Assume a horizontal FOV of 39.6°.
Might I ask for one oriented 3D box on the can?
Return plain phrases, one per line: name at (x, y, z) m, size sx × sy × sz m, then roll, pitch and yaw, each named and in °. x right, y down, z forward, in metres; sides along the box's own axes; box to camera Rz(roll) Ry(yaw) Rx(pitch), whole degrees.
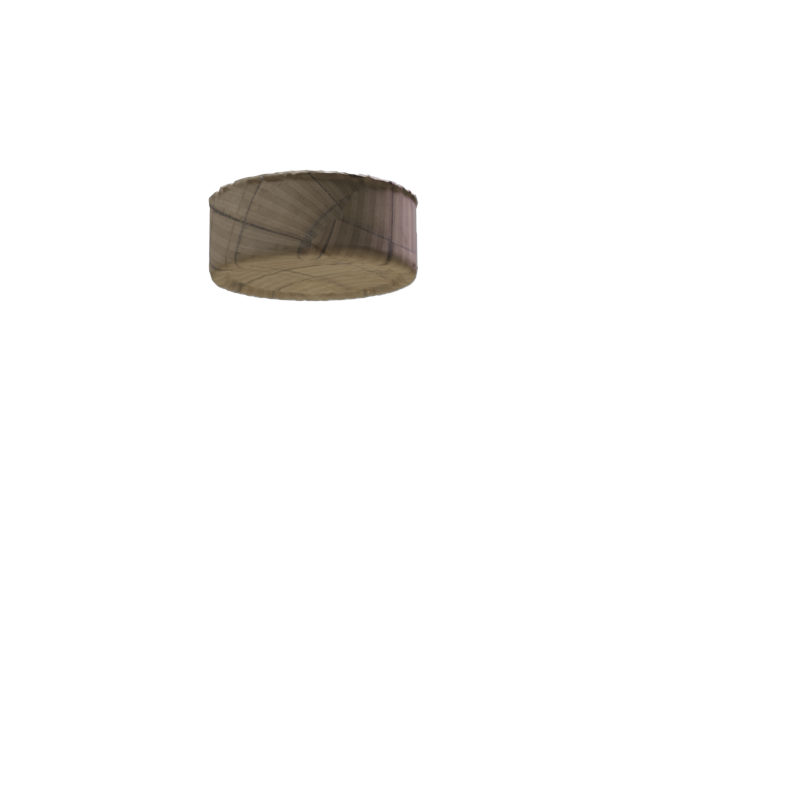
can at (-0.035, -0.064, 0.452) m, size 0.086 × 0.034 × 0.084 m, roll 0°, pitch -8°, yaw -2°
